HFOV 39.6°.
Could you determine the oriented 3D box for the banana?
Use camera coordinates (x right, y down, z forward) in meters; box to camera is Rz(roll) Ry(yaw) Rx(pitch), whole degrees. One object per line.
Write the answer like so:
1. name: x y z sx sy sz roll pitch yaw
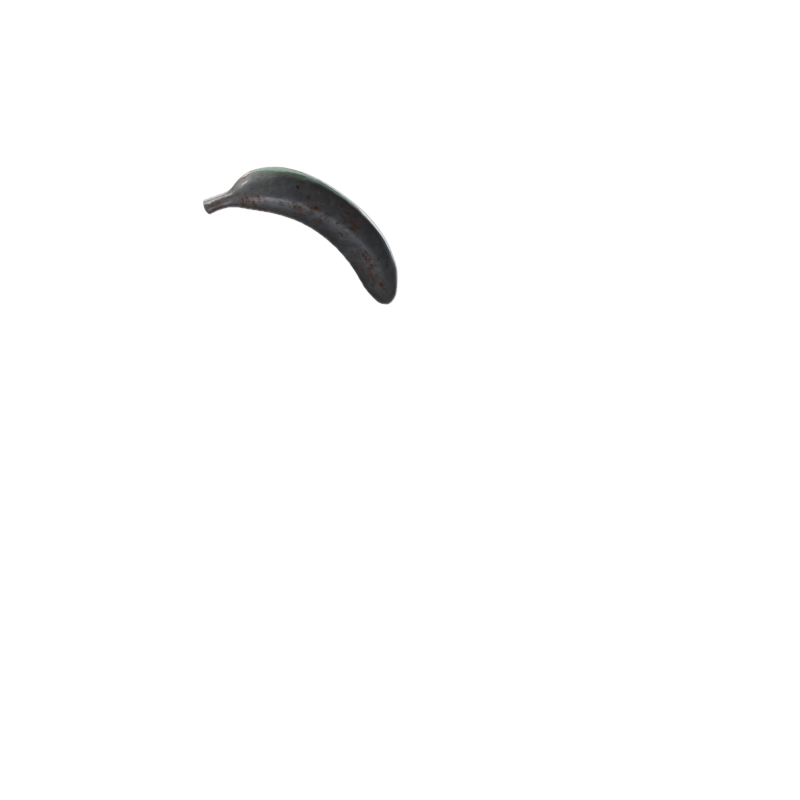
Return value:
1. banana: -0.062 -0.141 0.903 0.187 0.039 0.069 27 -47 -30
